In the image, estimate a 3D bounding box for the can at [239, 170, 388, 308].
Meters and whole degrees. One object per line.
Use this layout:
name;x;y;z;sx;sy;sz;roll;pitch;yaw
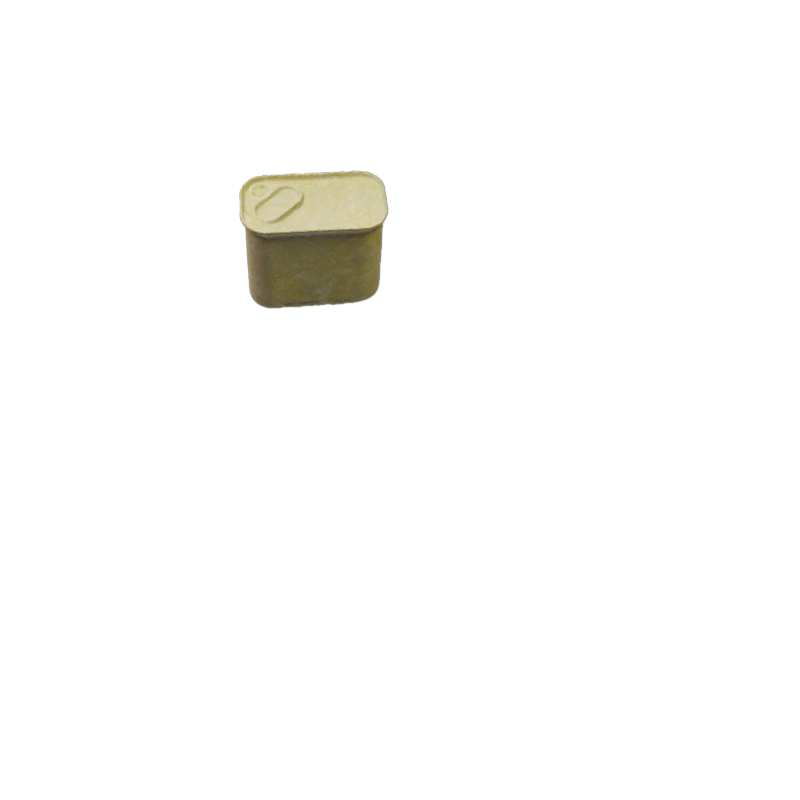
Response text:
can;-0.062;-0.113;0.792;0.101;0.062;0.078;-3;-39;-4
